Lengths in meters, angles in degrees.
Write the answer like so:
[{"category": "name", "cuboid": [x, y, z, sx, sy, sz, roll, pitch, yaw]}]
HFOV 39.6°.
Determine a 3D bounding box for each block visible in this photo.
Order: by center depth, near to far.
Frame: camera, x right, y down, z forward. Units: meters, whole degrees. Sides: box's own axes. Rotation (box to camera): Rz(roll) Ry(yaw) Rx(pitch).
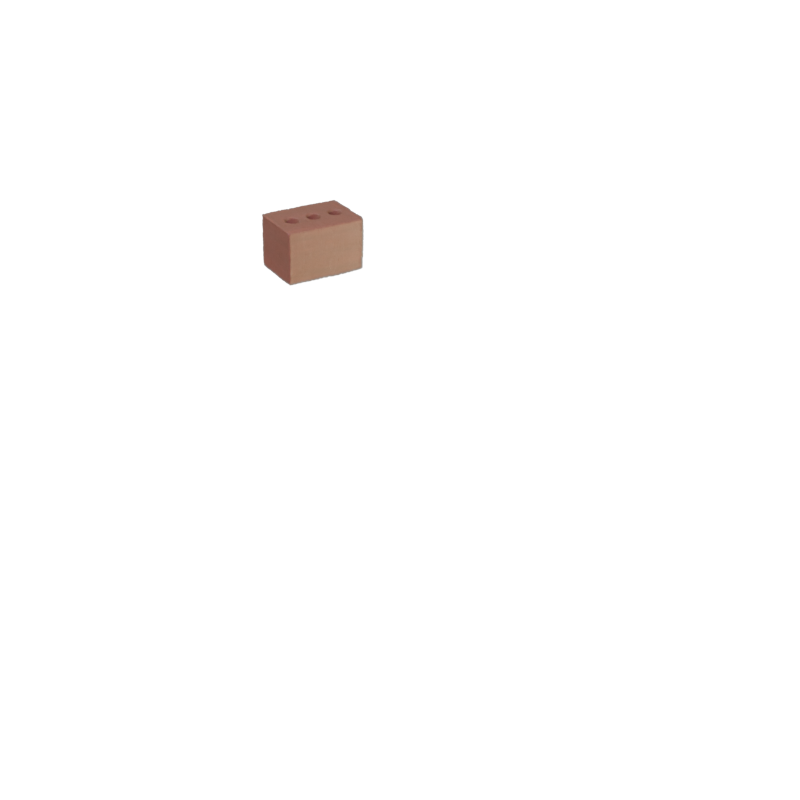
[{"category": "block", "cuboid": [-0.078, -0.142, 0.995, 0.077, 0.048, 0.057, -15, 31, -28]}]
